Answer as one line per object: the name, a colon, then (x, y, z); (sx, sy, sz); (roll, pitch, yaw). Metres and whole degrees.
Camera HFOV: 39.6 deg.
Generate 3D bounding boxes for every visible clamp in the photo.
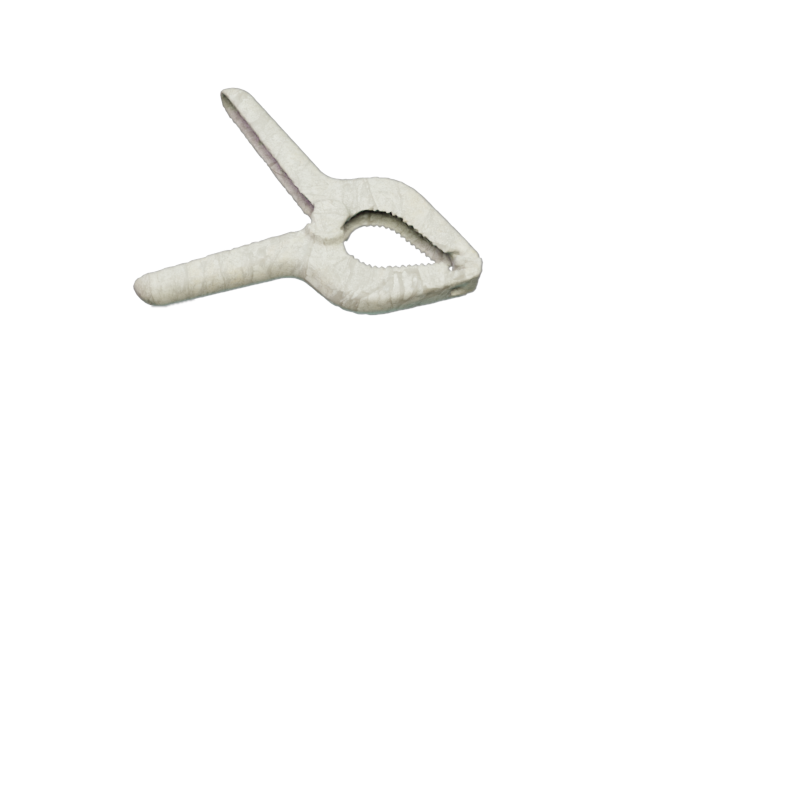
clamp: (-0.055, -0.101, 0.704); (0.215, 0.170, 0.034); (23, -23, 10)
